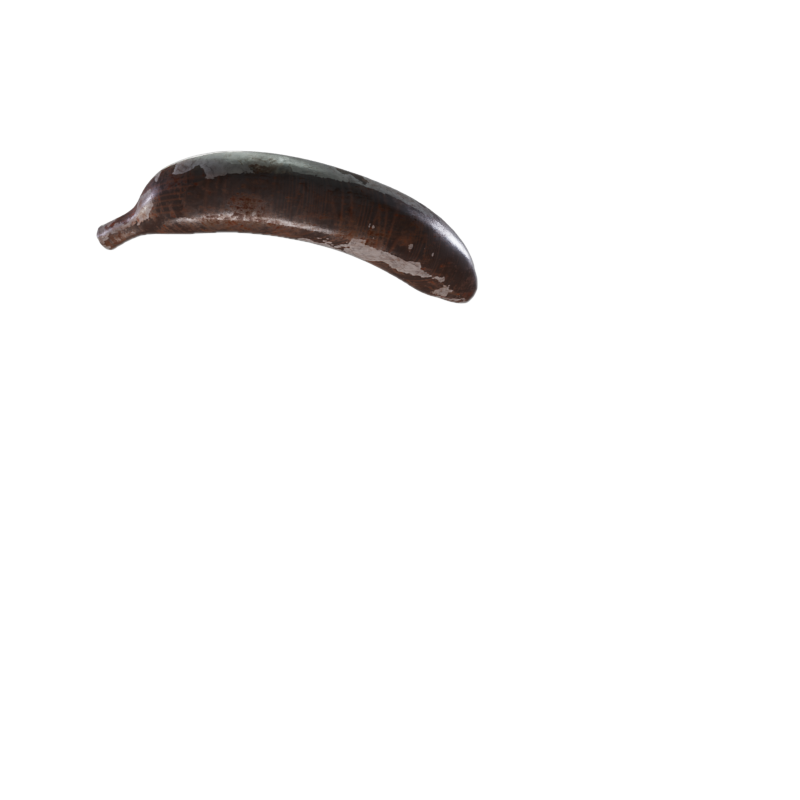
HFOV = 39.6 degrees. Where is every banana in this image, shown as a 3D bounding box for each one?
[{"bbox_3d":[-0.037,-0.082,0.520,0.191,0.039,0.068,9,-23,-23],"label":"banana"}]
